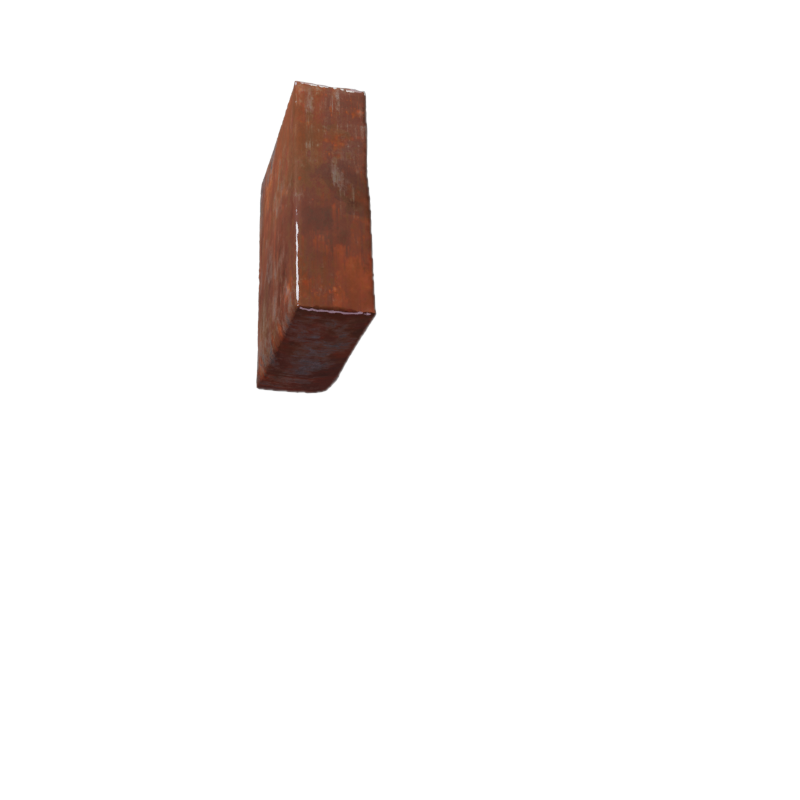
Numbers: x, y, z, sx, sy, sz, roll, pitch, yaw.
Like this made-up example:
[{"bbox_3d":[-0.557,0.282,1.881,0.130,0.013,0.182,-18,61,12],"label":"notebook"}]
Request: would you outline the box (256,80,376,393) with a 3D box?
[{"bbox_3d":[-0.074,-0.134,0.940,0.070,0.227,0.158,6,-28,-15],"label":"box"}]
